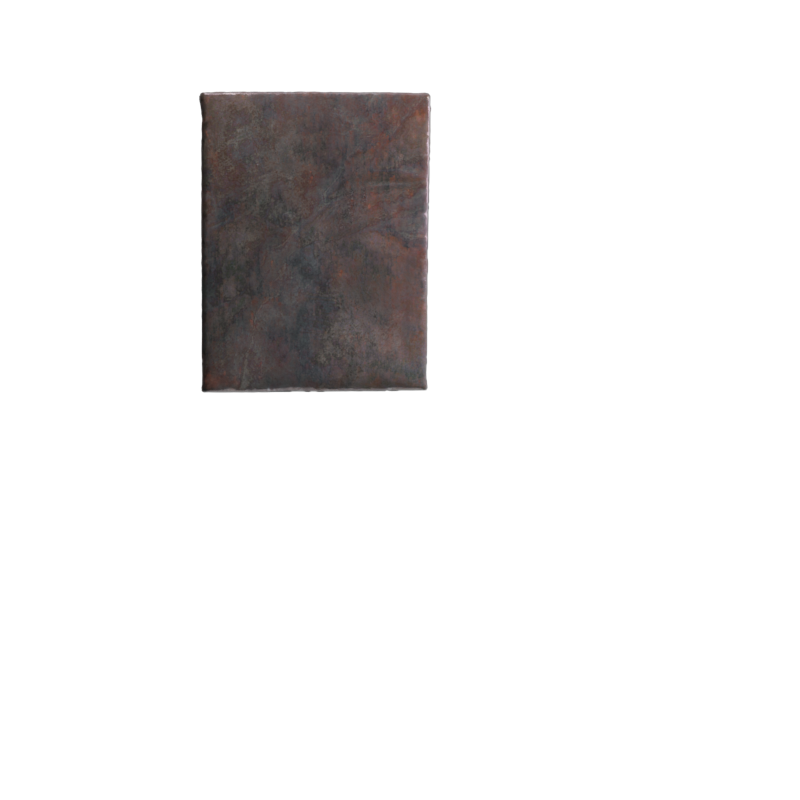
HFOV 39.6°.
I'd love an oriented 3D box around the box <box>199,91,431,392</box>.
[{"bbox_3d":[-0.064,-0.116,0.811,0.163,0.212,0.073,0,4,-5],"label":"box"}]
